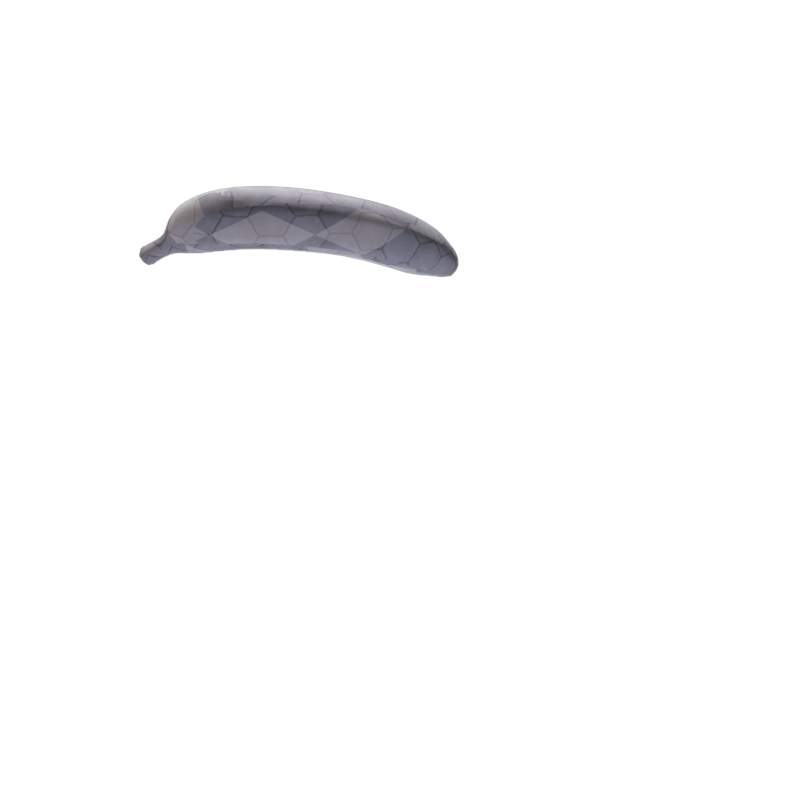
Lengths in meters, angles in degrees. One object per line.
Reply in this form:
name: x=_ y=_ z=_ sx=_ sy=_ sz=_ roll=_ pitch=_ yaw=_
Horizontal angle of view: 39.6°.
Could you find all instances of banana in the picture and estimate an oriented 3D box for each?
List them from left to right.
banana: x=-0.050 y=-0.099 z=0.652 sx=0.194 sy=0.038 sz=0.068 roll=3 pitch=-13 yaw=-14
